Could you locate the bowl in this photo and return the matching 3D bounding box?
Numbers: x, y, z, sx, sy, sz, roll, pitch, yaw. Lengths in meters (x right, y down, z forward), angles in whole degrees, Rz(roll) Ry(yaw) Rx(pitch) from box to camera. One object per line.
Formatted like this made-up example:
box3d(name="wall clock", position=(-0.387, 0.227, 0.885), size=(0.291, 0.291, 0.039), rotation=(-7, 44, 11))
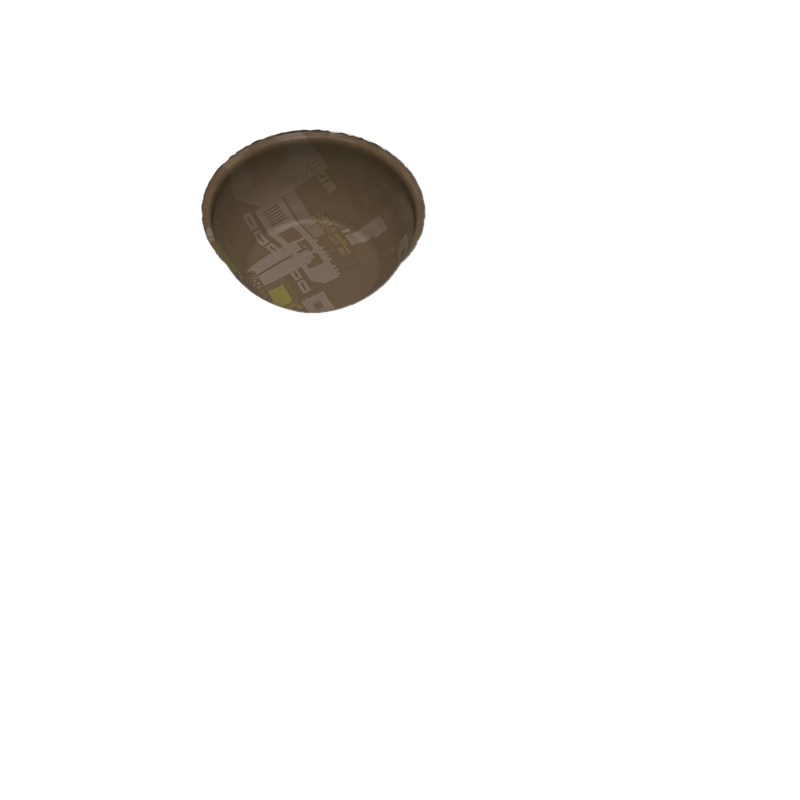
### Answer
box3d(name="bowl", position=(-0.061, -0.112, 0.782), size=(0.162, 0.059, 0.151), rotation=(1, -42, -1))
